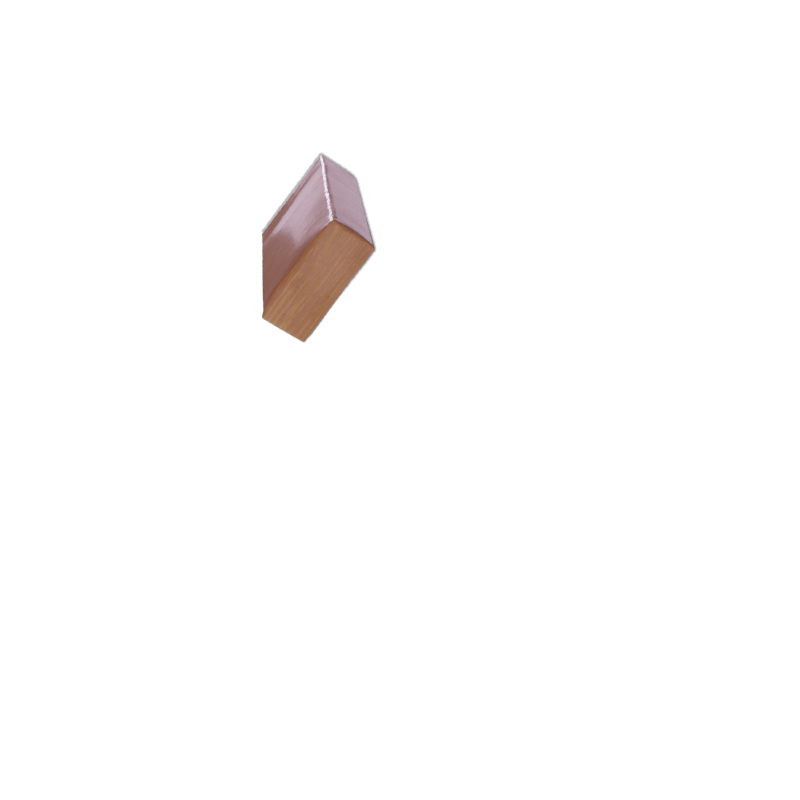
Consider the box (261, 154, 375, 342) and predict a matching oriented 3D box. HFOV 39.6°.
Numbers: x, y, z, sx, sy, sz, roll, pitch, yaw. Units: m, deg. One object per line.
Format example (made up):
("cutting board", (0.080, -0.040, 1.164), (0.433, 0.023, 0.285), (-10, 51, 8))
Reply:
("box", (-0.068, -0.125, 0.875), (0.046, 0.092, 0.186), (34, 19, -18))
